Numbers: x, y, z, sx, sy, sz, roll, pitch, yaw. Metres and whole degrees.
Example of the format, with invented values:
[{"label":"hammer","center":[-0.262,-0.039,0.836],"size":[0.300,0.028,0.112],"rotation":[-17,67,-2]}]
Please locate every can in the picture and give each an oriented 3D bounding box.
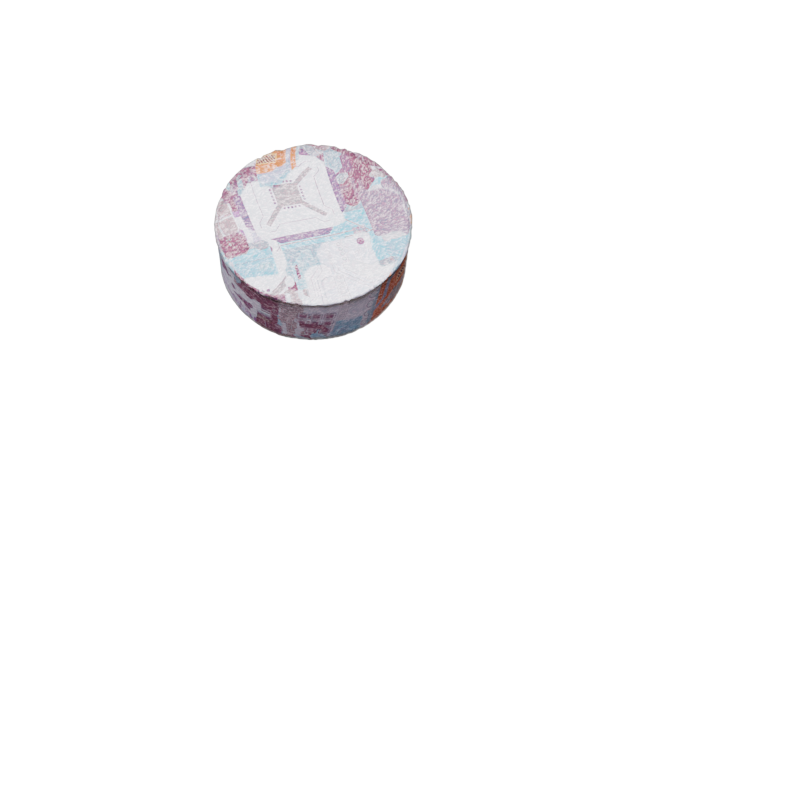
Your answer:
[{"label":"can","center":[-0.039,-0.070,0.492],"size":[0.086,0.092,0.031],"rotation":[-1,-32,-1]}]
